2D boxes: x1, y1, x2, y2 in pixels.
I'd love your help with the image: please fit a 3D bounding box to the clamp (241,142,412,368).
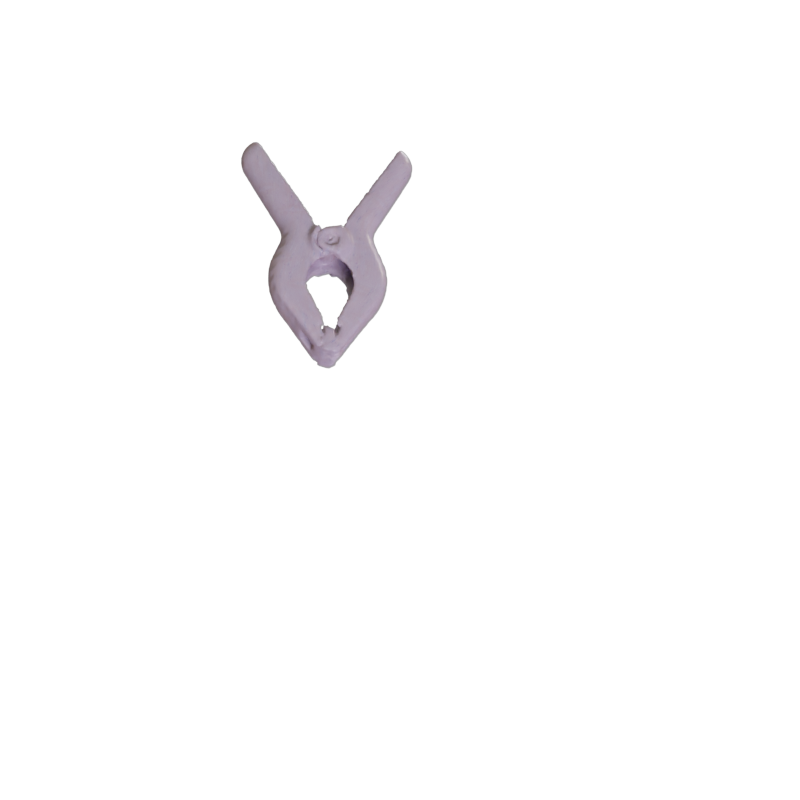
[{"bbox_3d":[-0.059,-0.107,0.753,0.121,0.182,0.037,6,-32,3],"label":"clamp"}]
